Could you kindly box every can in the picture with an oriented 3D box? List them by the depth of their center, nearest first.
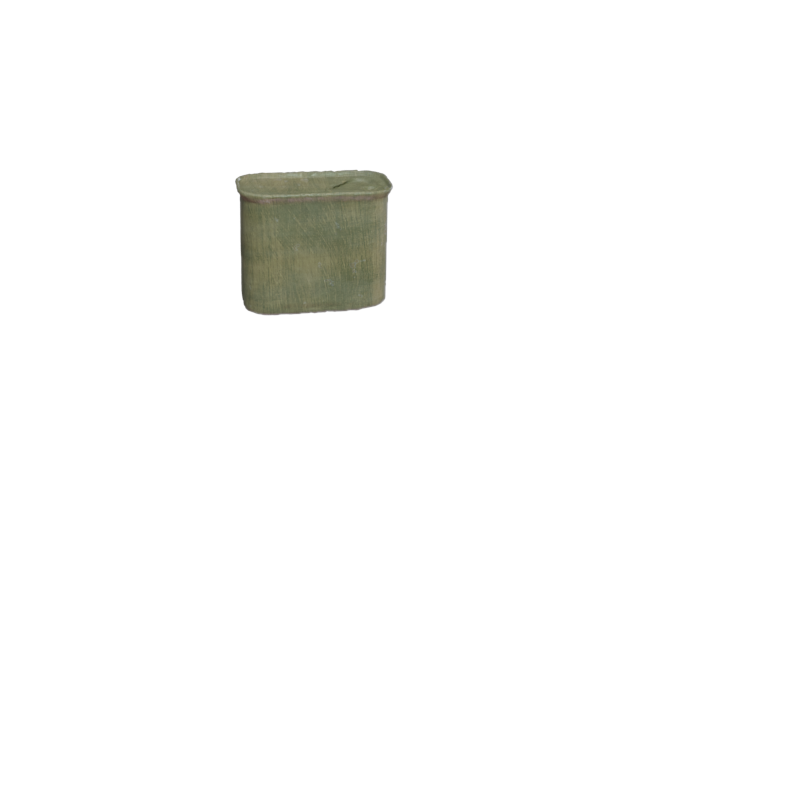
[{"bbox_3d":[-0.058,-0.106,0.741,0.101,0.080,0.061,-3,21,-9],"label":"can"}]
